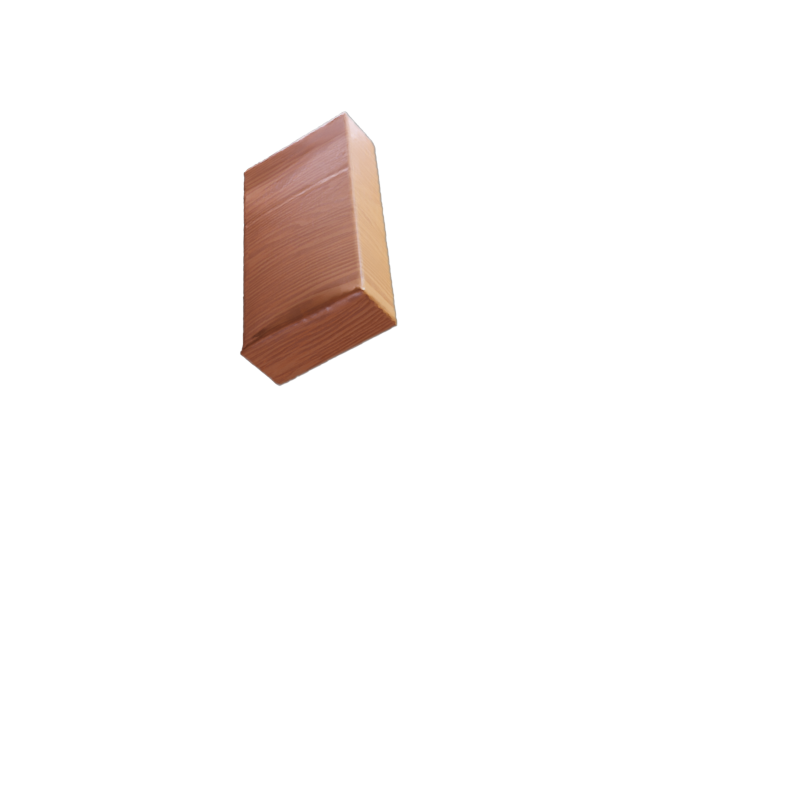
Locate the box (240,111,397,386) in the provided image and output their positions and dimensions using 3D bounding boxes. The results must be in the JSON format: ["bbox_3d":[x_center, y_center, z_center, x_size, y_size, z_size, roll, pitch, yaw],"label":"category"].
[{"bbox_3d":[-0.056,-0.103,0.724,0.093,0.189,0.045,-27,-49,22],"label":"box"}]
